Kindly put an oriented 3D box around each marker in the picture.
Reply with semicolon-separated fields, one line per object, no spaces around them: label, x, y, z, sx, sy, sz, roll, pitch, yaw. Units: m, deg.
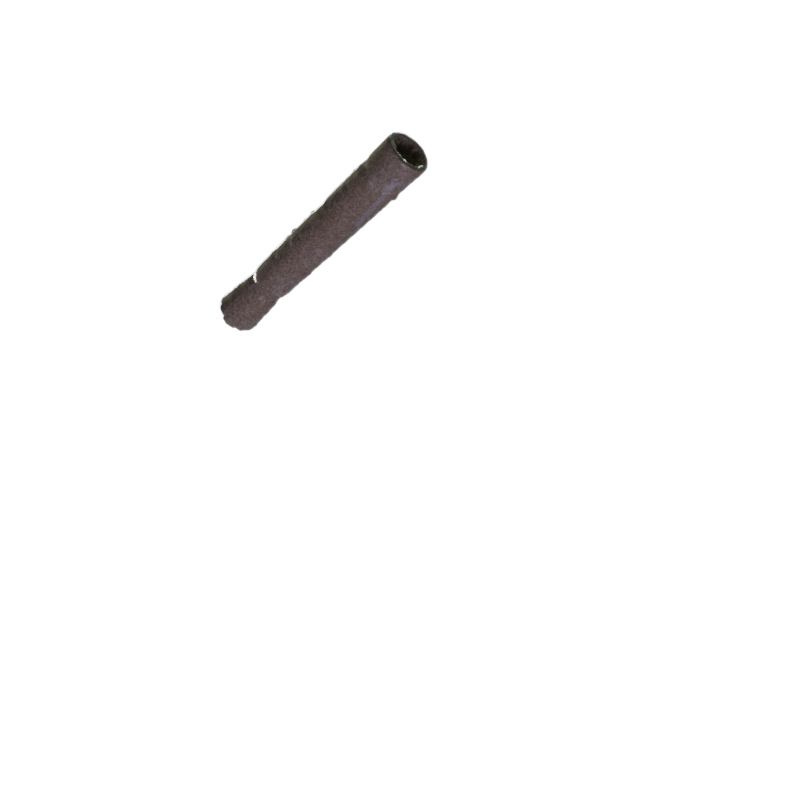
marker;-0.035;-0.063;0.443;0.019;0.021;0.119;-3;-26;-48
